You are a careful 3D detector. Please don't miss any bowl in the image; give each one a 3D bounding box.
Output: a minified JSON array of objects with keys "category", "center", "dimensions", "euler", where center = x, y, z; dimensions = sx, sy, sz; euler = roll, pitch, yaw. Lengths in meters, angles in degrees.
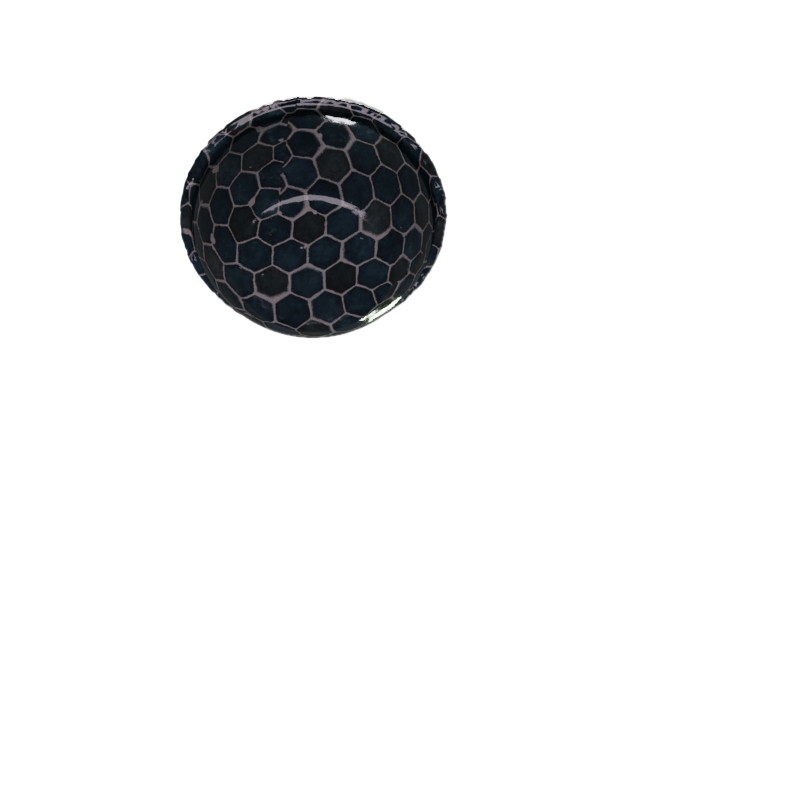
[{"category":"bowl","center":[-0.051,-0.093,0.649],"dimensions":[0.162,0.152,0.059],"euler":[1,32,-1]}]
